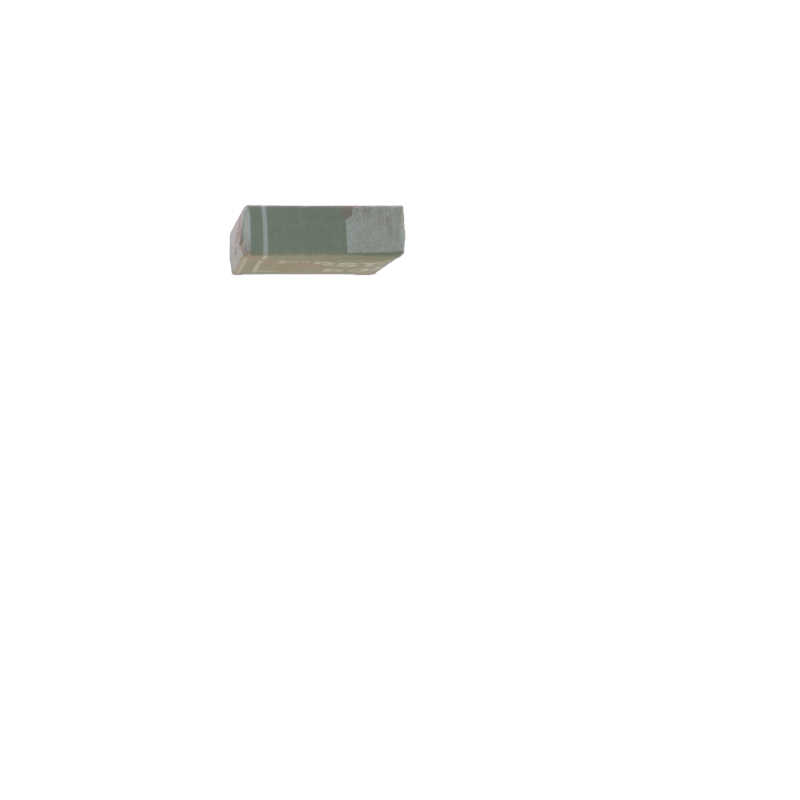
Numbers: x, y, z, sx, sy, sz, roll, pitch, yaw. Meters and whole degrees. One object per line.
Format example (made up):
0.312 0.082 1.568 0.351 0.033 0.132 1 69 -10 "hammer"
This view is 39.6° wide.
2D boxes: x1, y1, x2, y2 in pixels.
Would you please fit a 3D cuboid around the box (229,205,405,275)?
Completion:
-0.061 -0.112 0.786 0.112 0.040 0.090 1 -3 -12 "box"
